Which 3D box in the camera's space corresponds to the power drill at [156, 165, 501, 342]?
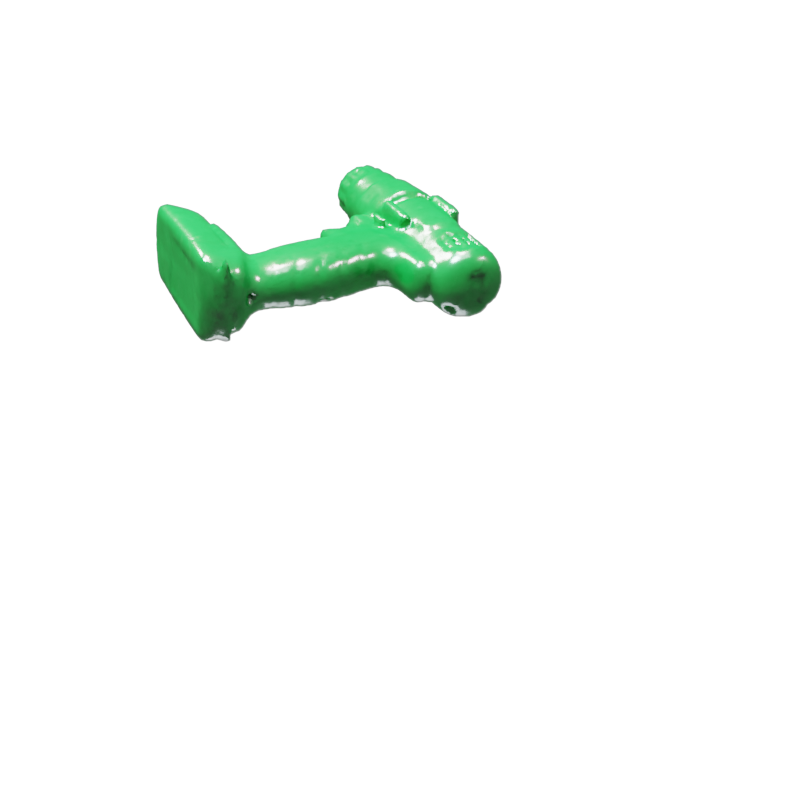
[{"bbox_3d":[-0.055,-0.100,0.701,0.184,0.054,0.198,-12,31,-20],"label":"power drill"}]
